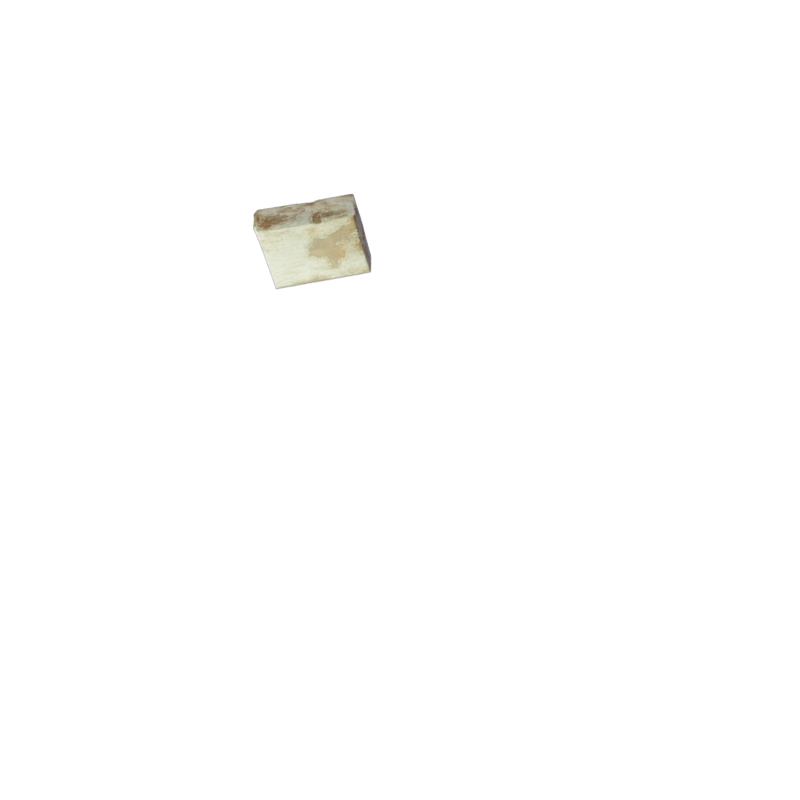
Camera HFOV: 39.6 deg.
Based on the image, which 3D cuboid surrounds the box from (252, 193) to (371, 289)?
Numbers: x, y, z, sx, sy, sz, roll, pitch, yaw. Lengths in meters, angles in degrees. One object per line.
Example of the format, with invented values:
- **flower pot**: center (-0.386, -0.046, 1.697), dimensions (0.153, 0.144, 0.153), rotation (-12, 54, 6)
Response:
- **box**: center (-0.075, -0.137, 0.957), dimensions (0.090, 0.032, 0.067), rotation (-8, -42, 9)
